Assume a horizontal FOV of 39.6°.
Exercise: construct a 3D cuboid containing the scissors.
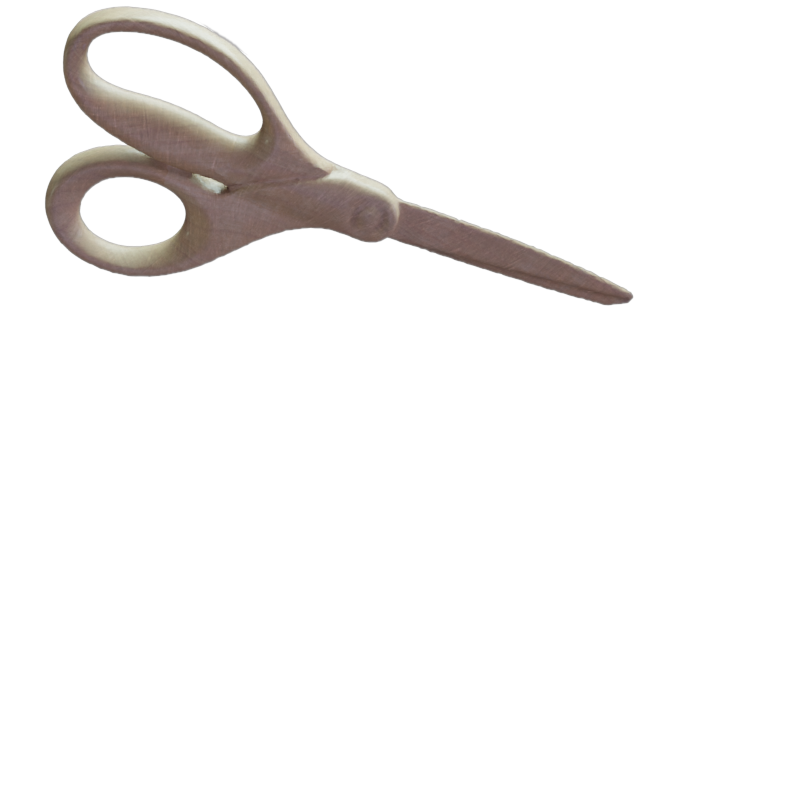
[{"bbox_3d":[-0.029,-0.052,0.366,0.194,0.094,0.017,32,25,-17],"label":"scissors"}]
